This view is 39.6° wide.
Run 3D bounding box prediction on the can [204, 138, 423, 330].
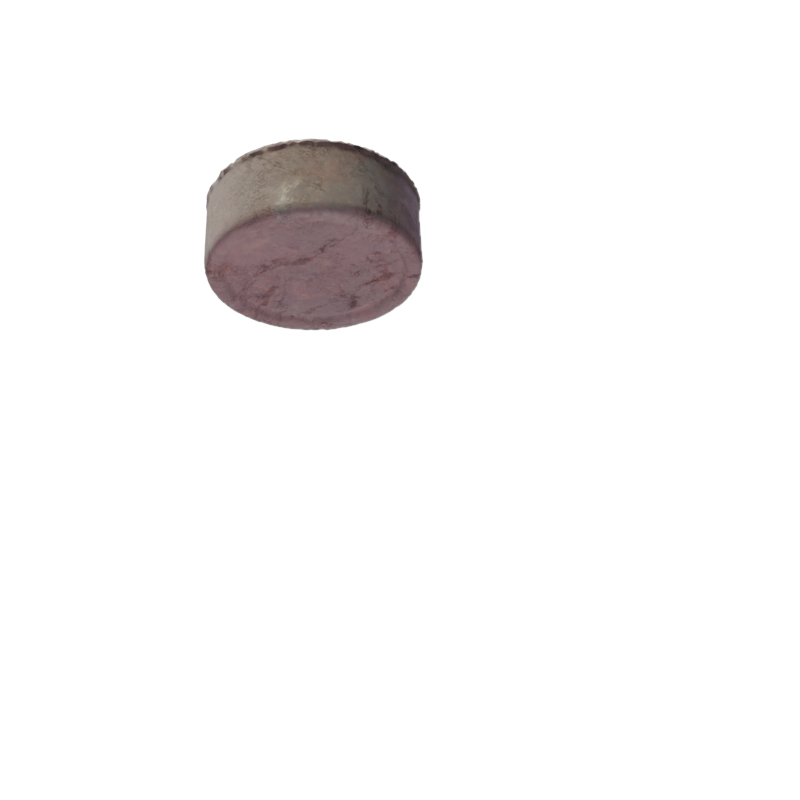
[{"bbox_3d":[-0.034,-0.062,0.436,0.086,0.036,0.081,1,-30,-2],"label":"can"}]
